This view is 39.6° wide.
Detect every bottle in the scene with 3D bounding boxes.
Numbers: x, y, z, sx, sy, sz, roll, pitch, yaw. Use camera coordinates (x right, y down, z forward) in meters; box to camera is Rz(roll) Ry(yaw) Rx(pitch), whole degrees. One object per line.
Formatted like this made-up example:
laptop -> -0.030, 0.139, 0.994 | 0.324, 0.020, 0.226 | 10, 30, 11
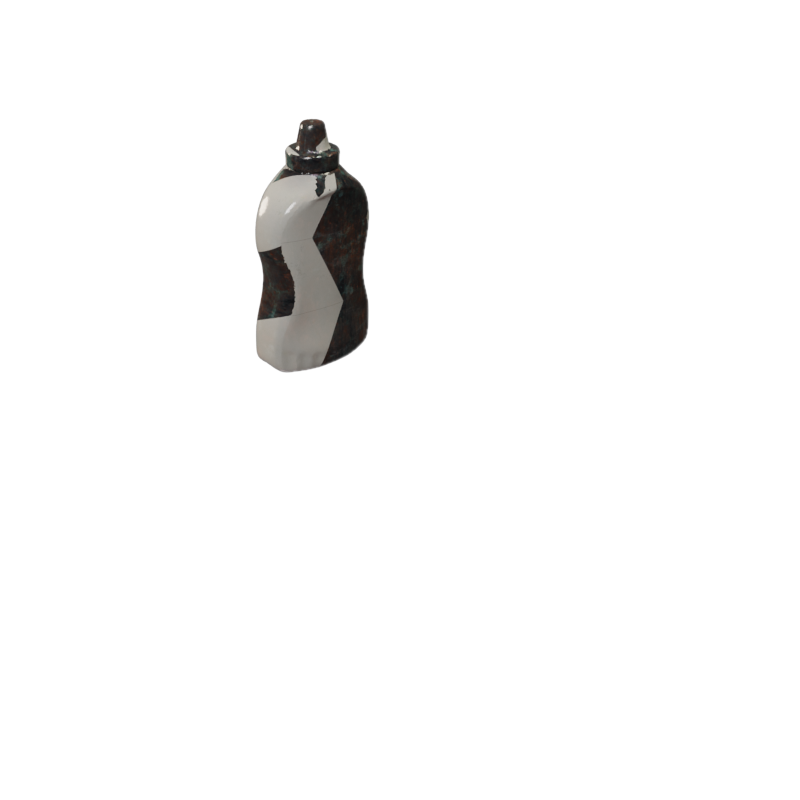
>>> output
bottle -> -0.067, -0.122, 0.853 | 0.095, 0.182, 0.062 | -19, 33, -36
